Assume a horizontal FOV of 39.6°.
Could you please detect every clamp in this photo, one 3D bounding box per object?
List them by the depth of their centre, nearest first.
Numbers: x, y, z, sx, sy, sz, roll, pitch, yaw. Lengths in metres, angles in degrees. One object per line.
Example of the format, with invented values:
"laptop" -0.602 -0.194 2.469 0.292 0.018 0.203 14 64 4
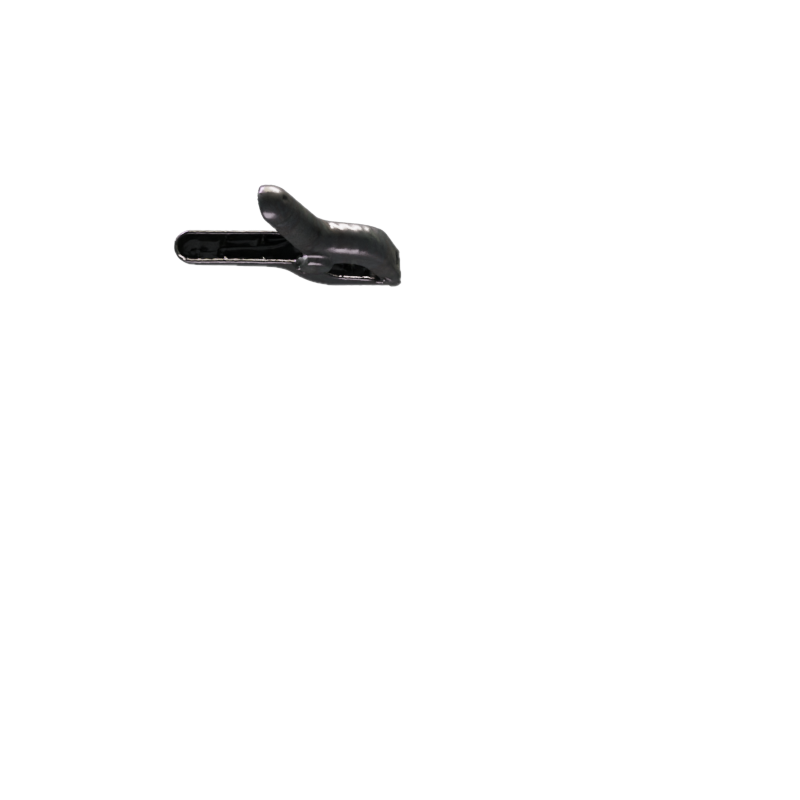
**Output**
"clamp" -0.062 -0.113 0.789 0.165 0.040 0.121 4 -9 -29
